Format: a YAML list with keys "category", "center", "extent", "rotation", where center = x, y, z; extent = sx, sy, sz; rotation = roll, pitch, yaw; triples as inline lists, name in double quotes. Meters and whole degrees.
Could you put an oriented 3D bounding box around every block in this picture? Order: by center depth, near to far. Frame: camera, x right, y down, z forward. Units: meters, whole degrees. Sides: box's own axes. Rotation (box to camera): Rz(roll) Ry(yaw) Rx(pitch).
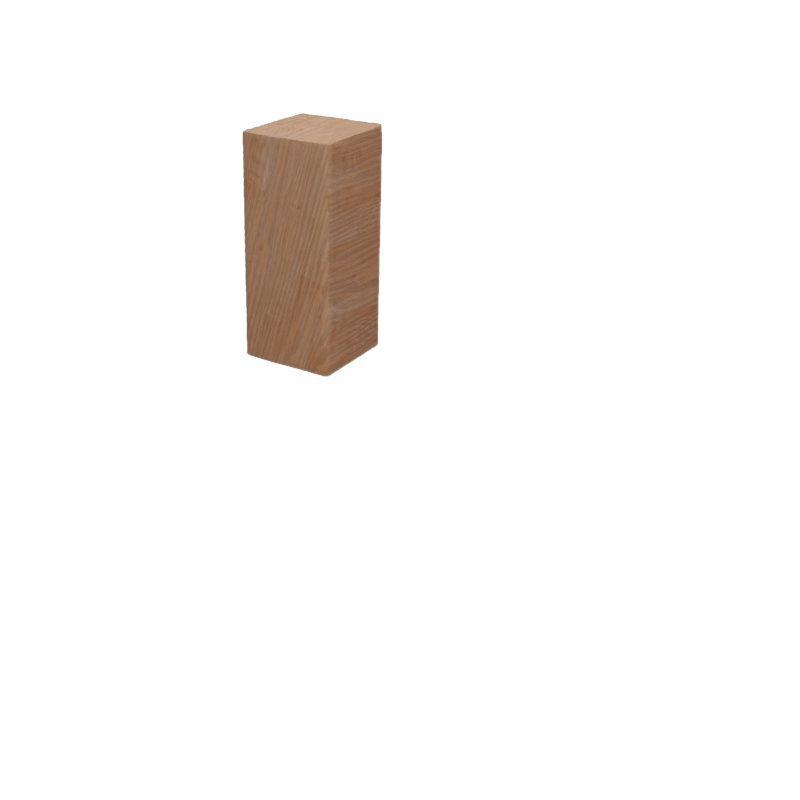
- category: "block"
  center: [-0.076, -0.139, 0.976]
  extent: [0.094, 0.197, 0.090]
  rotation: [13, 23, 30]
